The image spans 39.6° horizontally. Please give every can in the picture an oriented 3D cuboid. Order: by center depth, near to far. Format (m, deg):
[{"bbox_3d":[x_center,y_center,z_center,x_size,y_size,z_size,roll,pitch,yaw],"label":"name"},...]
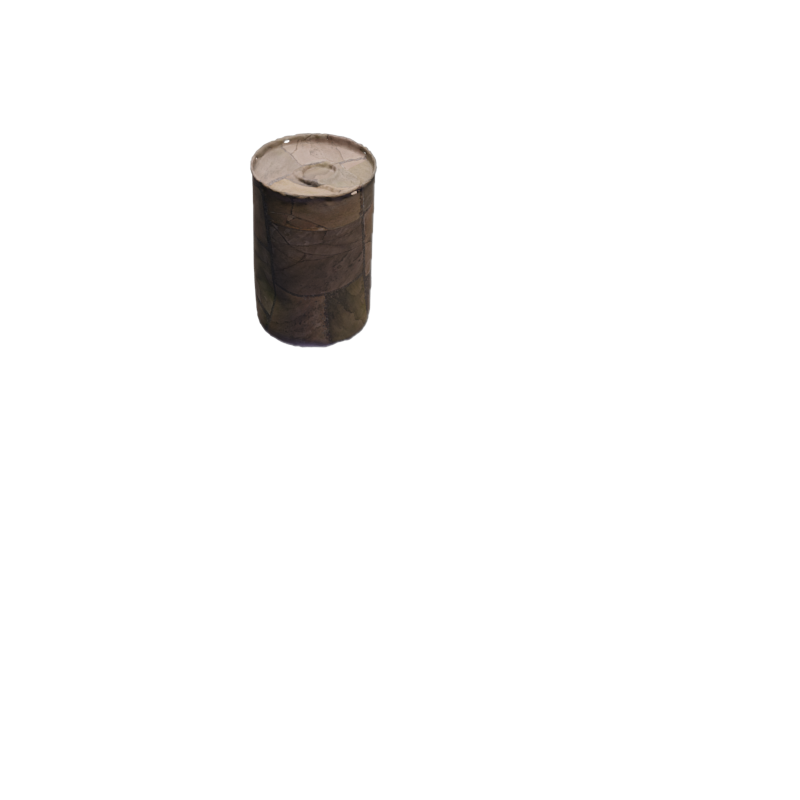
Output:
[{"bbox_3d":[-0.049,-0.088,0.620,0.068,0.096,0.073,0,37,-3],"label":"can"}]
